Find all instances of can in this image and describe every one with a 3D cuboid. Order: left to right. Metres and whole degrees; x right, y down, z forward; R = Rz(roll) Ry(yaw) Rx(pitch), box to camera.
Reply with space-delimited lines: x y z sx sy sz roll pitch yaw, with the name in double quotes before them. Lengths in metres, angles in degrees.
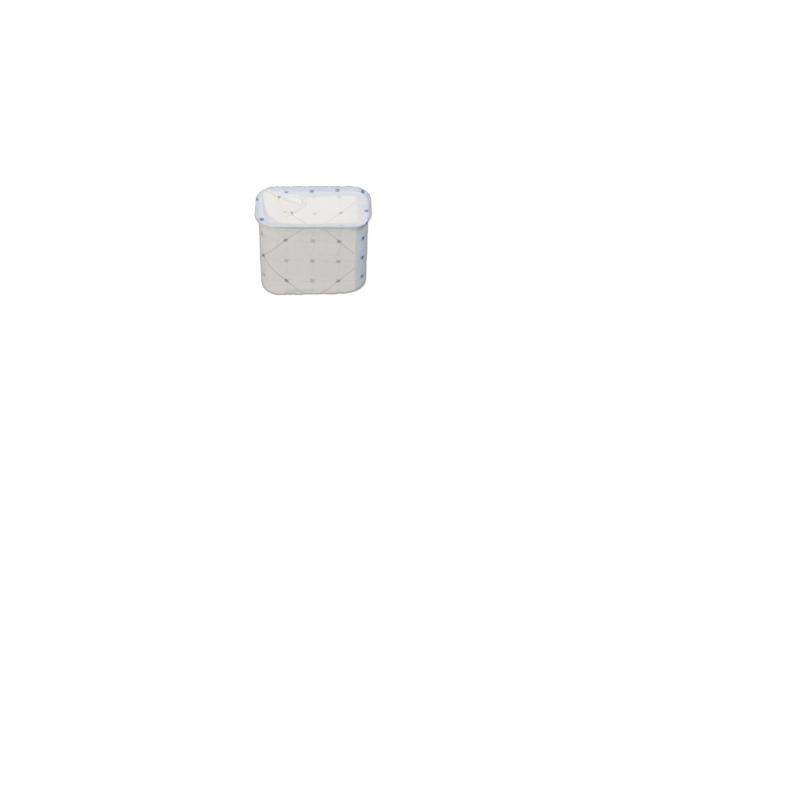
"can" -0.078 -0.142 0.994 0.102 0.078 0.062 0 44 -2
